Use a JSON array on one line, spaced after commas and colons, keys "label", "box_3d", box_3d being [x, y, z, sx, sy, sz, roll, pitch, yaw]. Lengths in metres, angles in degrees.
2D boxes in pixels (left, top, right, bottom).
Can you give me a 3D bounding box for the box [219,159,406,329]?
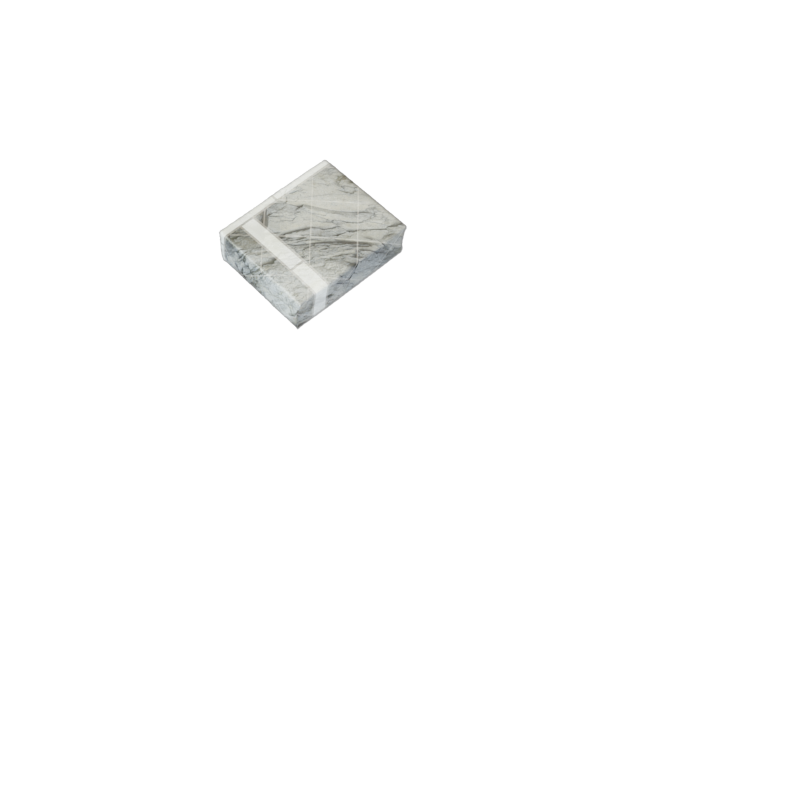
[{"label": "box", "box_3d": [-0.066, -0.119, 0.836, 0.115, 0.095, 0.036, -40, -25, -23]}]
